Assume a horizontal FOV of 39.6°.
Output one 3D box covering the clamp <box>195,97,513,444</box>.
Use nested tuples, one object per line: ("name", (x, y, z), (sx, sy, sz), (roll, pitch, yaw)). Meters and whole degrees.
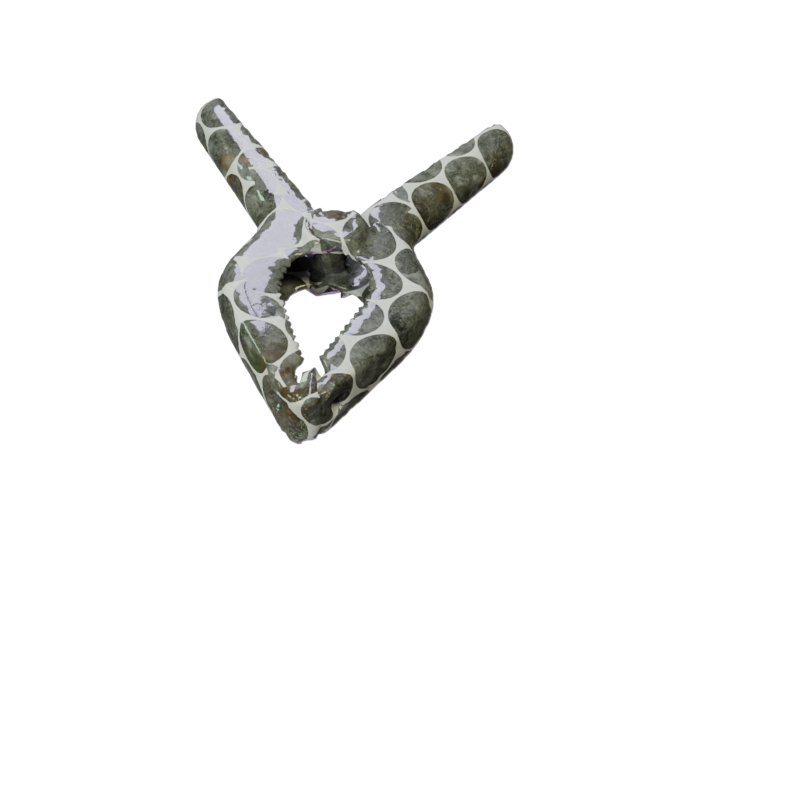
("clamp", (-0.040, -0.074, 0.517), (0.167, 0.222, 0.034), (9, -43, 8))
